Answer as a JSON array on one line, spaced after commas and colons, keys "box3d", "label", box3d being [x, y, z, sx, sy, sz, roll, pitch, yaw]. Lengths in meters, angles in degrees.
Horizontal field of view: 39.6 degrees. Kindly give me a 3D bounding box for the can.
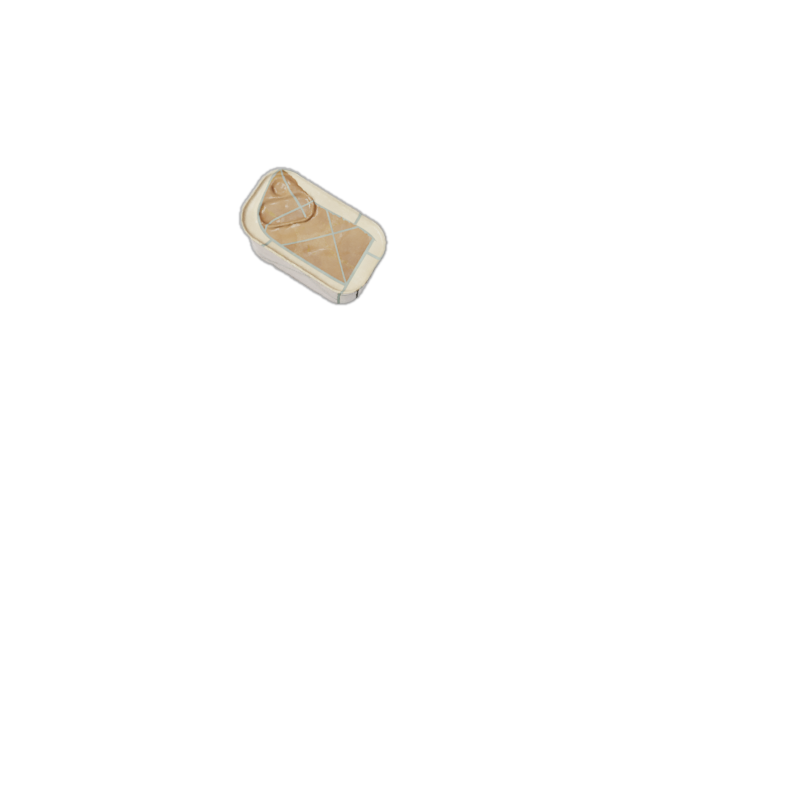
[{"box3d": [-0.063, -0.115, 0.807, 0.103, 0.058, 0.082, 33, -7, 3], "label": "can"}]
